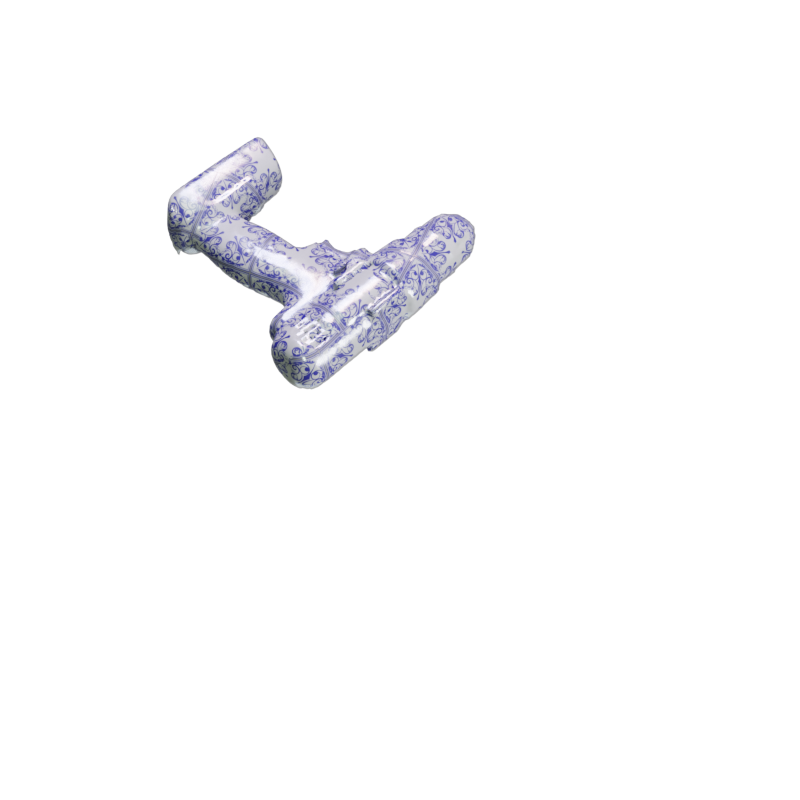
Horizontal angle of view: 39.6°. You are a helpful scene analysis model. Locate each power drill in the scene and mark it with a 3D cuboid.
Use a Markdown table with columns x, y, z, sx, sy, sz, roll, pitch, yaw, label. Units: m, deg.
| x | y | z | sx | sy | sz | roll | pitch | yaw | label |
| --- | --- | --- | --- | --- | --- | --- | --- | --- | --- |
| -0.063 | -0.116 | 0.809 | 0.199 | 0.053 | 0.186 | 37 | 60 | 26 | power drill |
